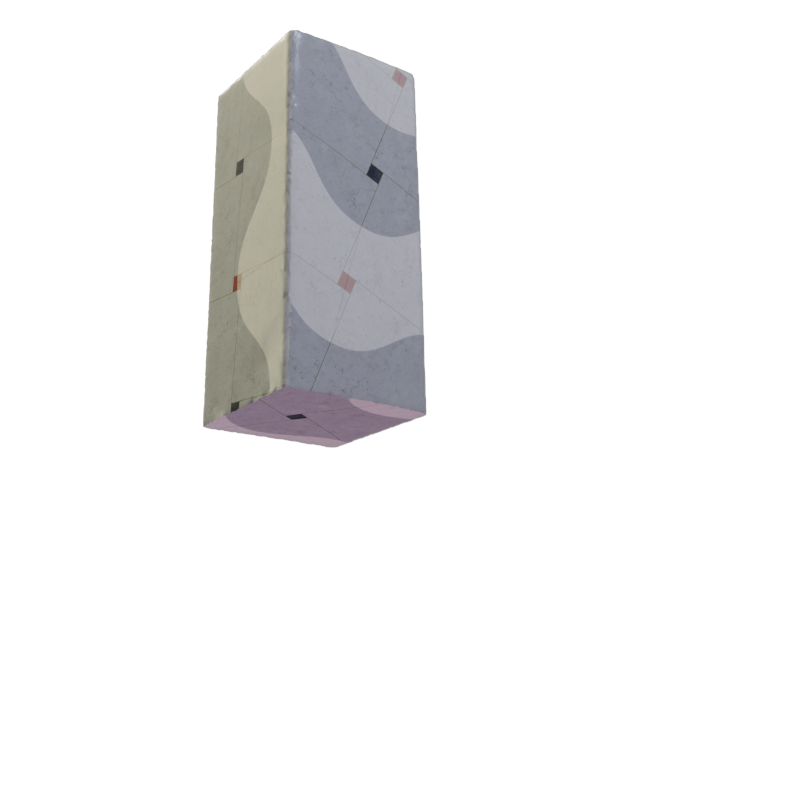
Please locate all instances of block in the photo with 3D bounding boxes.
[{"bbox_3d":[-0.048,-0.089,0.625,0.086,0.217,0.090,14,-27,-33],"label":"block"}]
